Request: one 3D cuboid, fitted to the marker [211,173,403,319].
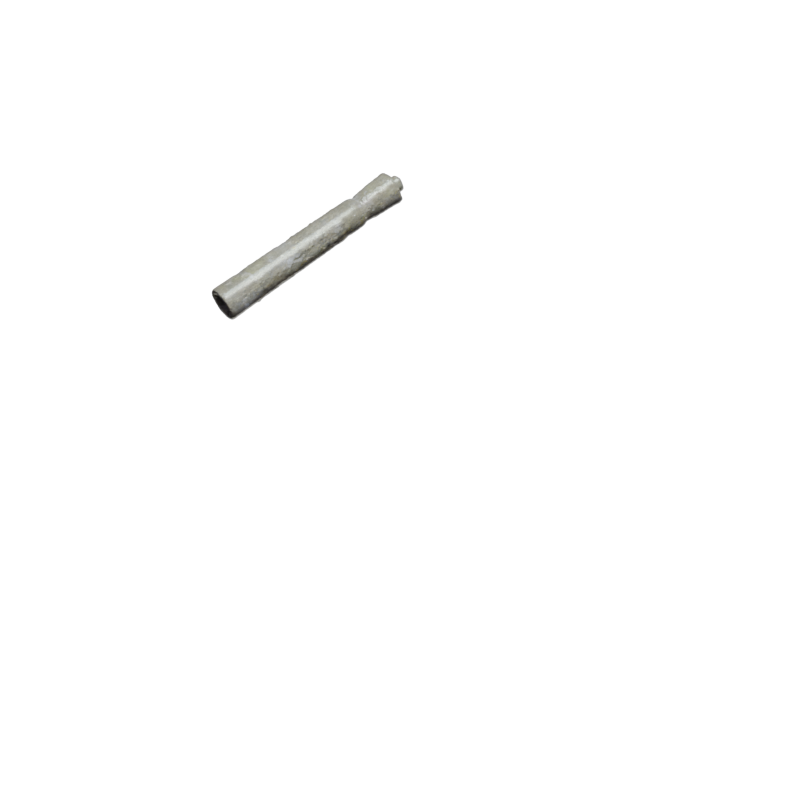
[{"bbox_3d":[-0.046,-0.084,0.587,0.122,0.019,0.020,-38,18,-19],"label":"marker"}]
